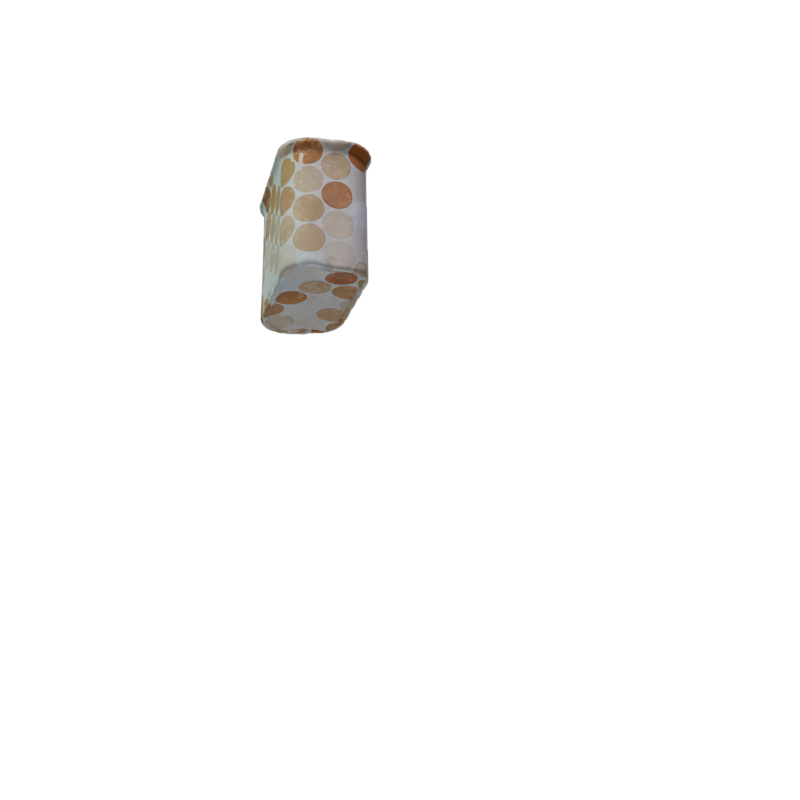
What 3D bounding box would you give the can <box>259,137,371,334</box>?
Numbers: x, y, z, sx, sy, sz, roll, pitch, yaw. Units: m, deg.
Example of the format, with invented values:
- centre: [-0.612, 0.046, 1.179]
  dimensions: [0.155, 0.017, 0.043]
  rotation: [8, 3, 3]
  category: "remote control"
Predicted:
- centre: [-0.053, -0.096, 0.673]
  dimensions: [0.056, 0.089, 0.098]
  rotation: [5, -24, -14]
  category: "can"
